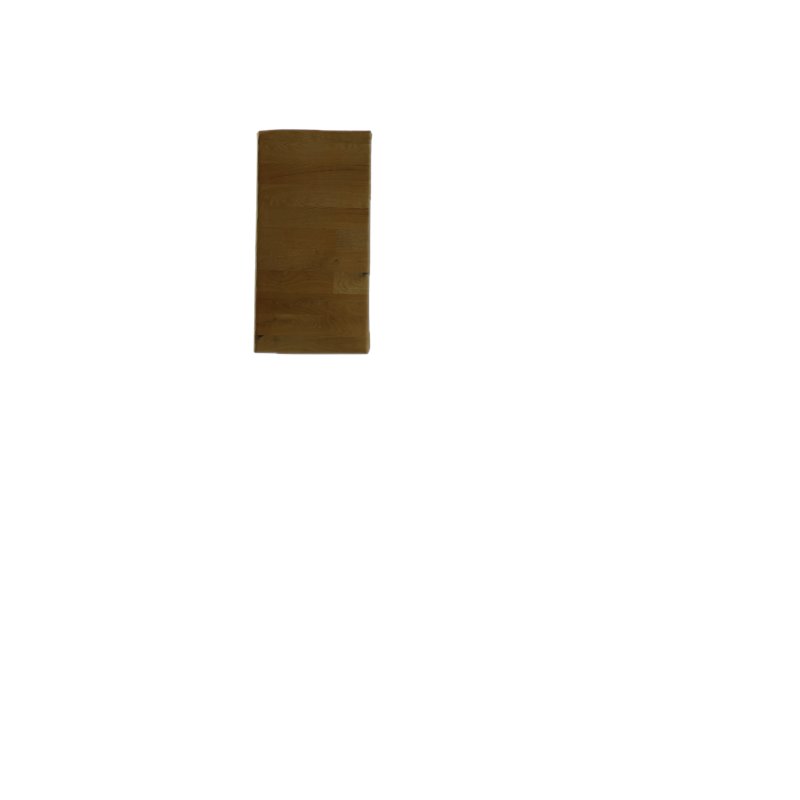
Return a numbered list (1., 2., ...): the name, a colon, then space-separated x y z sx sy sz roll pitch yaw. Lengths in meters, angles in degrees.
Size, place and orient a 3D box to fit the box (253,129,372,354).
1. box: -0.069 -0.126 0.881 0.093 0.176 0.048 0 1 0
